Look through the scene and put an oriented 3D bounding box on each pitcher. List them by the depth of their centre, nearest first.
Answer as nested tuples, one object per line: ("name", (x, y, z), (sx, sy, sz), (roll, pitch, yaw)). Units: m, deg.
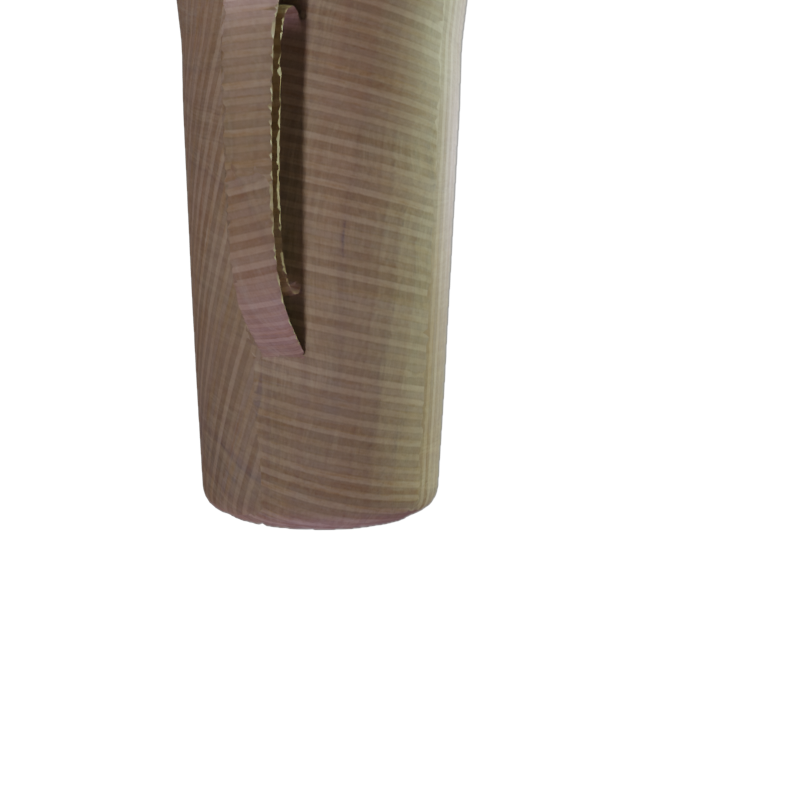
("pitcher", (-0.039, -0.071, 0.498), (0.144, 0.243, 0.150), (-1, 2, -33))
